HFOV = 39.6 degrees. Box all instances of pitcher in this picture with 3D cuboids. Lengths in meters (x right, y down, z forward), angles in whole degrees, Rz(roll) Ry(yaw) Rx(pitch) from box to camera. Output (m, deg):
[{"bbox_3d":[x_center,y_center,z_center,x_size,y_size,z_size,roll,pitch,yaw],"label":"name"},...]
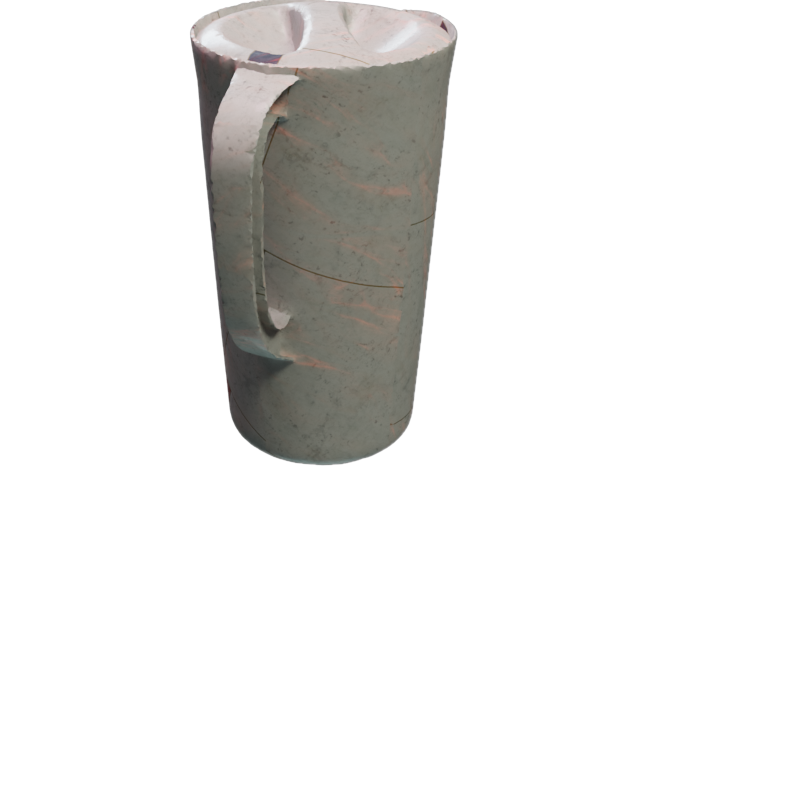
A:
[{"bbox_3d":[-0.047,-0.085,0.595,0.146,0.229,0.156,-11,31,-23],"label":"pitcher"}]
